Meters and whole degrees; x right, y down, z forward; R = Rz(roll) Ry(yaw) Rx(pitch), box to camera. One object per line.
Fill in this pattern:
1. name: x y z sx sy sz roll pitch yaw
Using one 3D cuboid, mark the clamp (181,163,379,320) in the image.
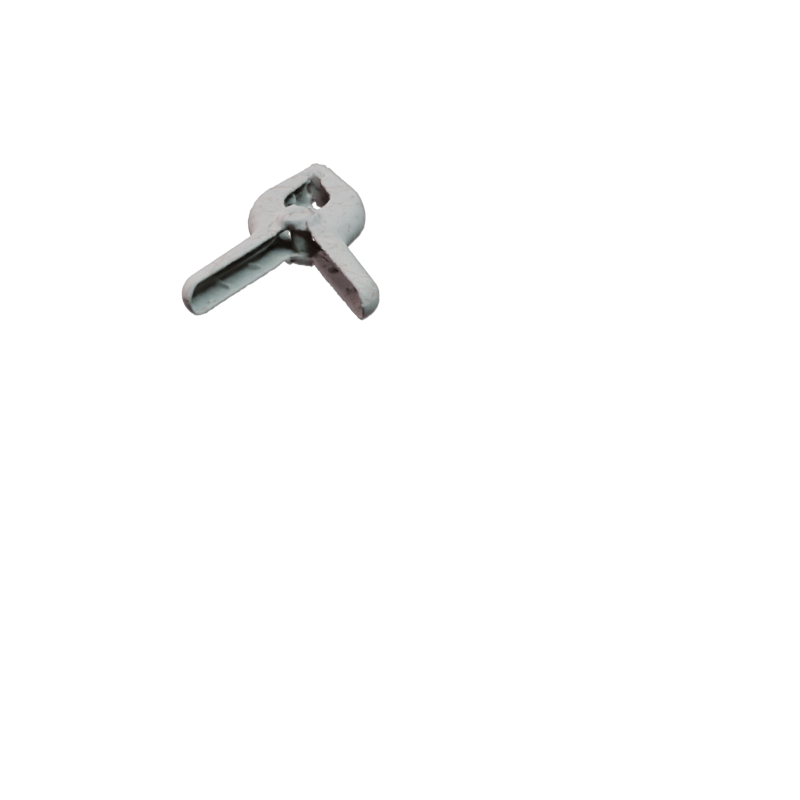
1. clamp: -0.056 -0.103 0.722 0.123 0.037 0.179 10 41 12
